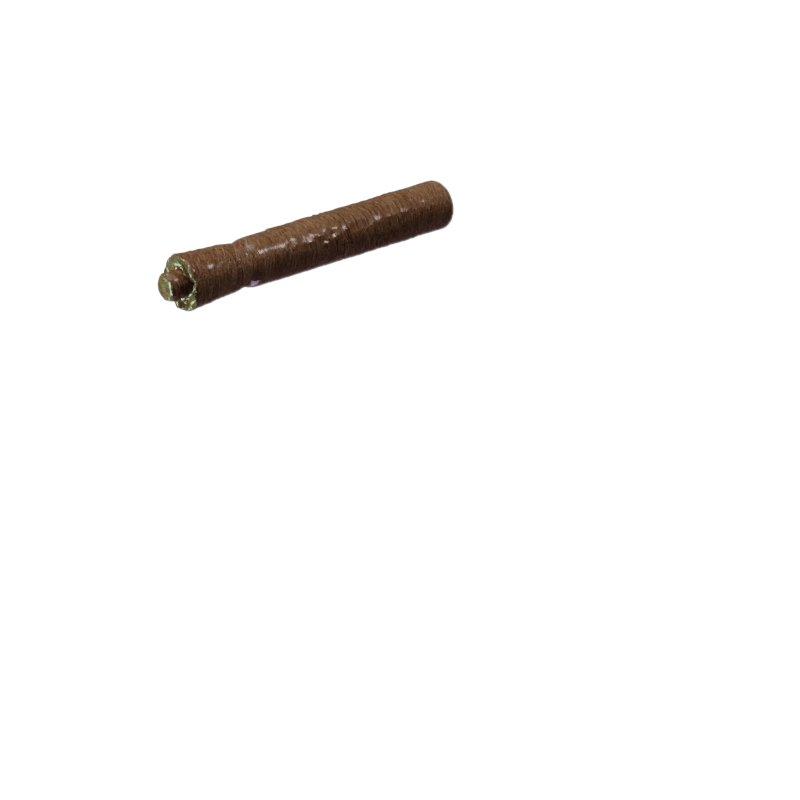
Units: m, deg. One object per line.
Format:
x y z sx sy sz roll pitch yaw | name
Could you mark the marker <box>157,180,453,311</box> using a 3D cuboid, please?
-0.030 -0.054 0.380 0.119 0.019 0.021 -24 18 -37 | marker
